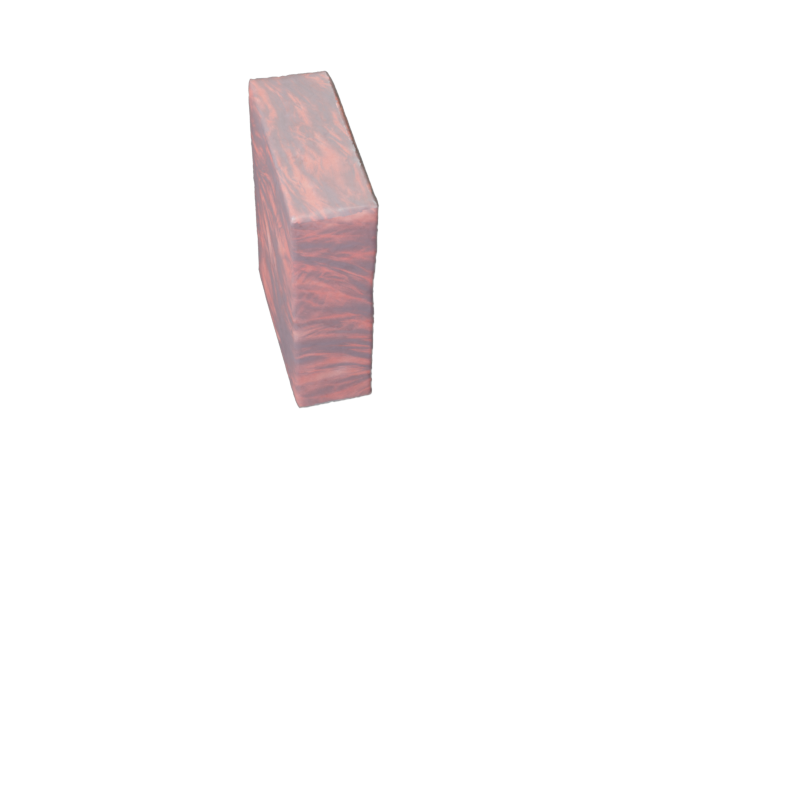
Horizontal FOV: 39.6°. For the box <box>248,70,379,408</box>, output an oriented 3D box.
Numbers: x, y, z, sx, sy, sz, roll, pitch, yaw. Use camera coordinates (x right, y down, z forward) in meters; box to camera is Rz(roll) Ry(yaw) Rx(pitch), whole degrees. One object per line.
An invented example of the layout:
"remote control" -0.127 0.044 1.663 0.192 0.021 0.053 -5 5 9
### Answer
"box" -0.068 -0.125 0.873 0.071 0.178 0.199 -9 -39 -12
